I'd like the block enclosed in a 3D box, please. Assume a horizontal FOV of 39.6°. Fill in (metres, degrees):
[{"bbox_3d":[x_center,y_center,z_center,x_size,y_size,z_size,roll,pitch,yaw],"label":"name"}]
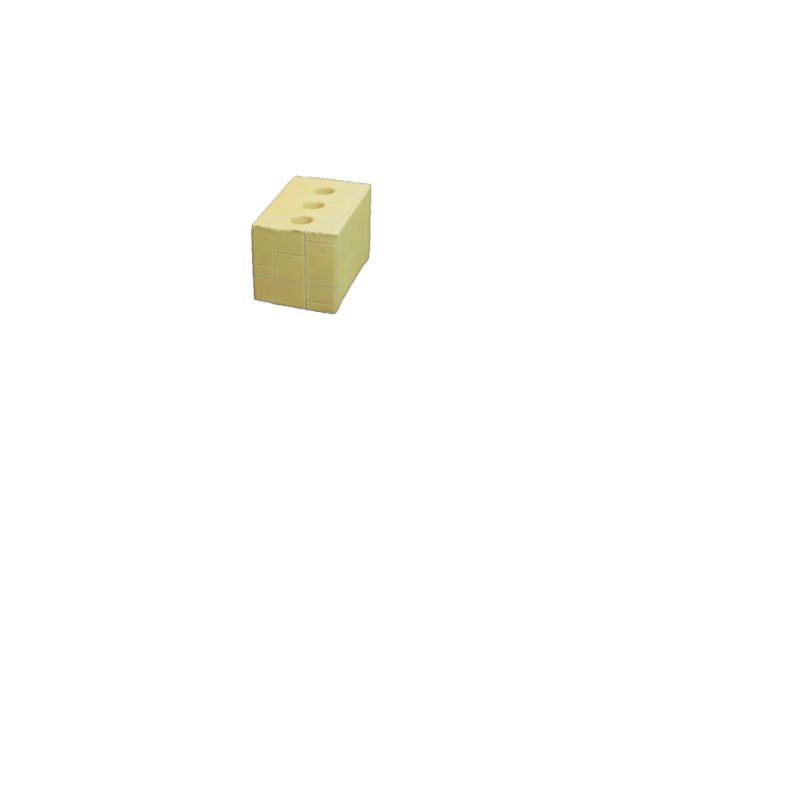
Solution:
[{"bbox_3d":[-0.052,-0.095,0.663,0.054,0.048,0.081,8,32,12],"label":"block"}]
